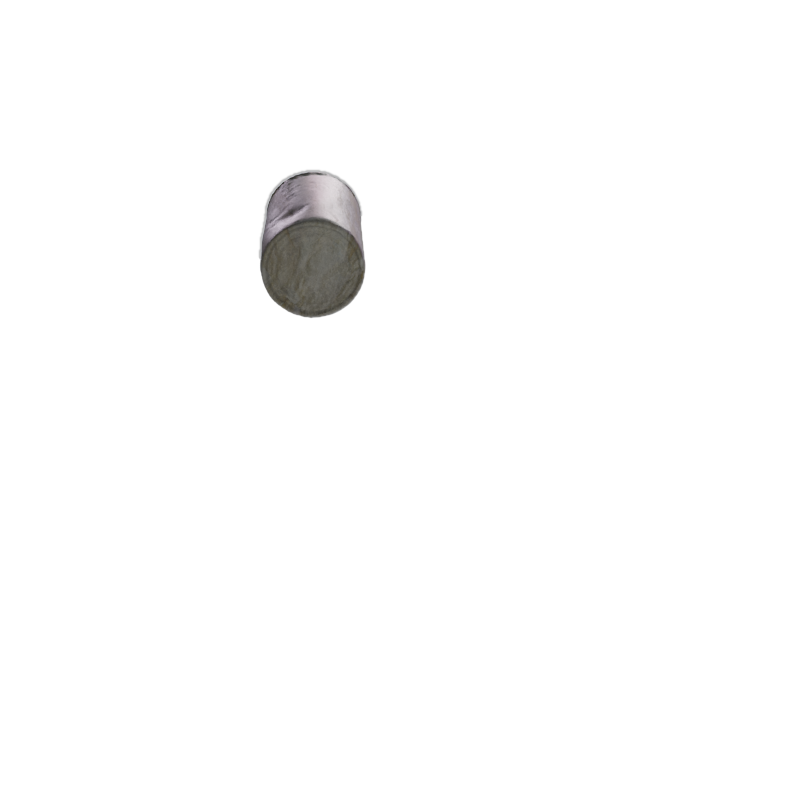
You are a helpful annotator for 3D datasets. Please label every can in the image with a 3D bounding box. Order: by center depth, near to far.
[{"bbox_3d":[-0.058,-0.106,0.740,0.068,0.065,0.108,0,26,-3],"label":"can"}]
